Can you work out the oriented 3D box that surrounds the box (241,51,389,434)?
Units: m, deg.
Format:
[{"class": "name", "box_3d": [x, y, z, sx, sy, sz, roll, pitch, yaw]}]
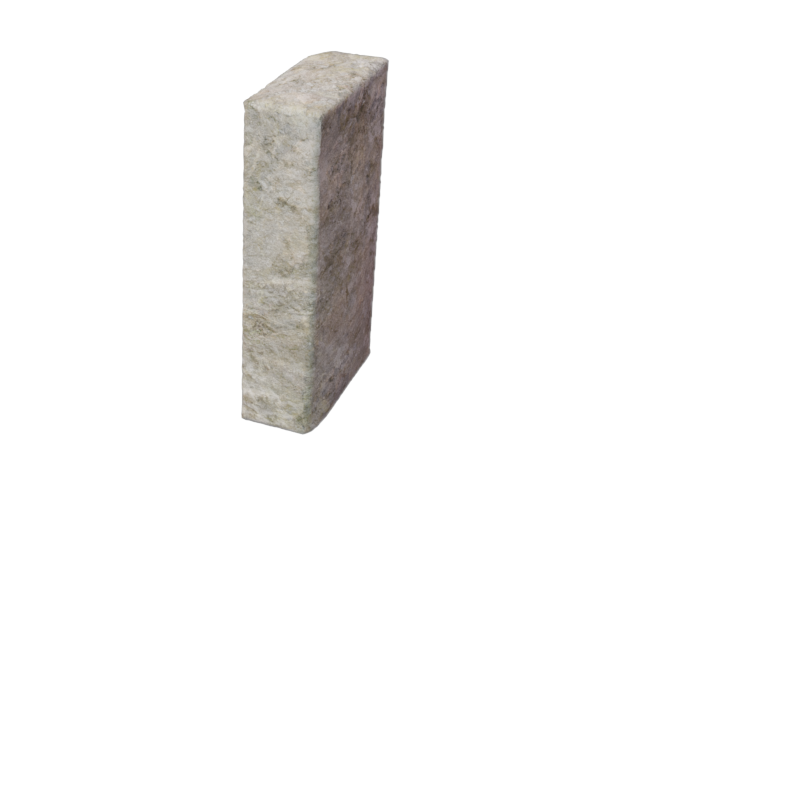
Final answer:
[{"class": "box", "box_3d": [-0.044, -0.081, 0.565, 0.049, 0.166, 0.096, 11, 30, 16]}]
